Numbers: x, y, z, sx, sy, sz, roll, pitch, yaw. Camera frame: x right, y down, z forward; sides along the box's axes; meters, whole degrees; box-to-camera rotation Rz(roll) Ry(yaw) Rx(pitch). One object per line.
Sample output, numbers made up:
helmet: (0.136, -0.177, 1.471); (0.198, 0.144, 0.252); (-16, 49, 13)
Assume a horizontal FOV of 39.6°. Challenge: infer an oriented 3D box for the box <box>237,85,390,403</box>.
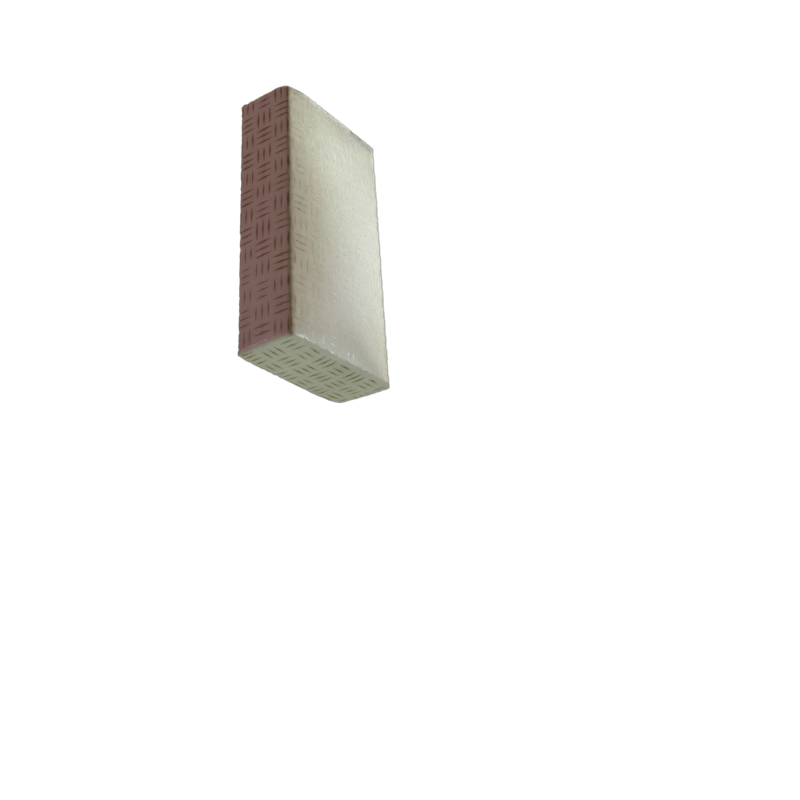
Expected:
box: (-0.052, -0.095, 0.666); (0.048, 0.187, 0.087); (-22, -34, 31)
